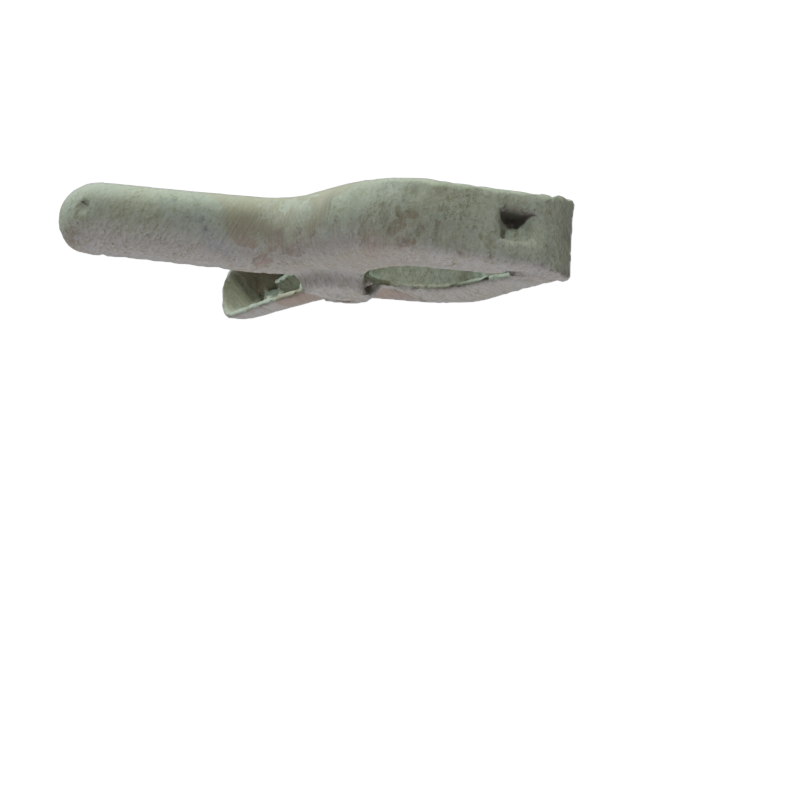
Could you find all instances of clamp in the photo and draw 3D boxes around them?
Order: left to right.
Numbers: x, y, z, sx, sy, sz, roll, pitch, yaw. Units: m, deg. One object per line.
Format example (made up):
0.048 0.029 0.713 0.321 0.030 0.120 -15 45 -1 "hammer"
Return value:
-0.030 -0.055 0.387 0.176 0.040 0.114 -4 -7 34 "clamp"
